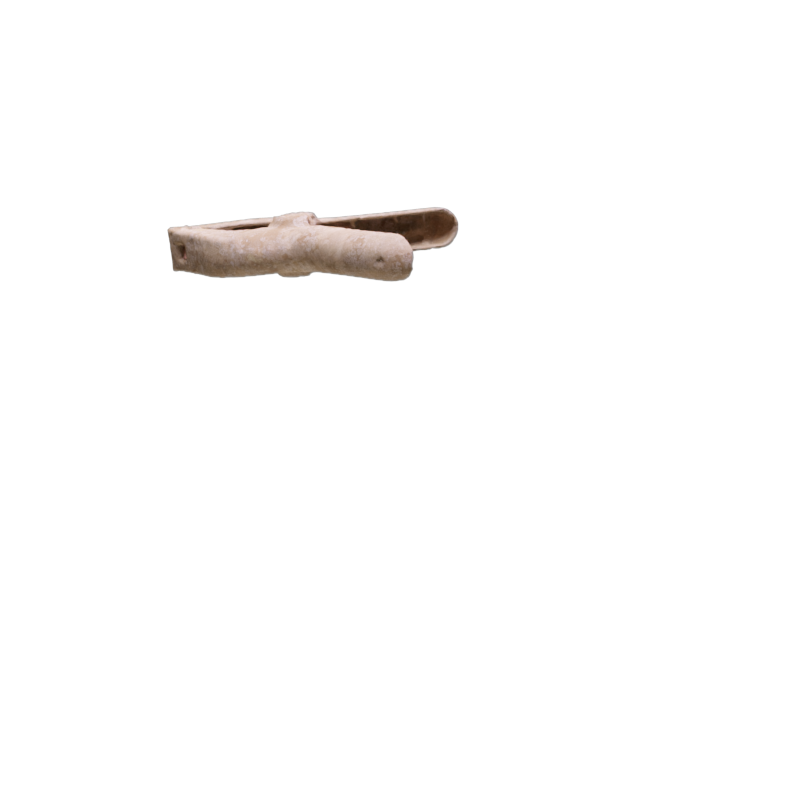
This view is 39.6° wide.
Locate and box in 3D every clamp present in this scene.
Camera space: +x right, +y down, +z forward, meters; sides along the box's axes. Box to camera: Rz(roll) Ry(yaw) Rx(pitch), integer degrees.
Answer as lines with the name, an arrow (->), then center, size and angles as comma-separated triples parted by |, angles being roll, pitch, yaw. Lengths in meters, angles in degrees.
clamp -> -0.051, -0.093, 0.653 | 0.178, 0.038, 0.118 | 6, 13, 26
